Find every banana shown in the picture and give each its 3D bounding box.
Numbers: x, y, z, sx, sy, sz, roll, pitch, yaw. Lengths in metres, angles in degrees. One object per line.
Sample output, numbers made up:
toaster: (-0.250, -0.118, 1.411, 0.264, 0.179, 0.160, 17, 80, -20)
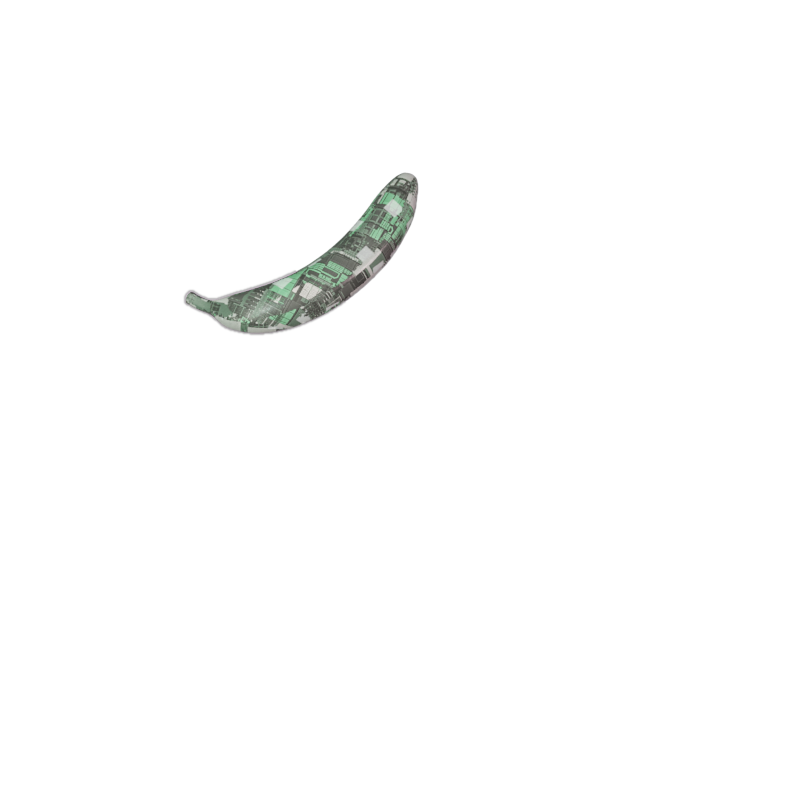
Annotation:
banana: (-0.057, -0.099, 0.811, 0.198, 0.073, 0.035, -30, -18, -12)
